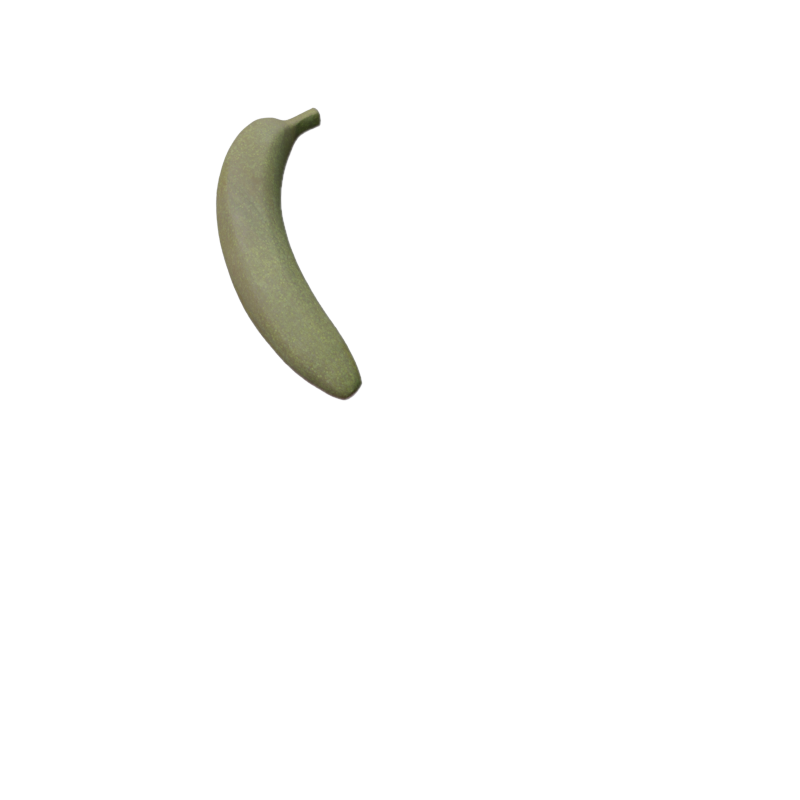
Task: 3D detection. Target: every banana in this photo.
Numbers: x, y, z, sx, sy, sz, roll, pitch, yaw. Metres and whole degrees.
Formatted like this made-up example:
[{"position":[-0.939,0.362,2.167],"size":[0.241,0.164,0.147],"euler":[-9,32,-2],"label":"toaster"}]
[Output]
[{"position":[-0.068,-0.091,0.627],"size":[0.069,0.211,0.034],"euler":[-7,-29,-4],"label":"banana"}]
